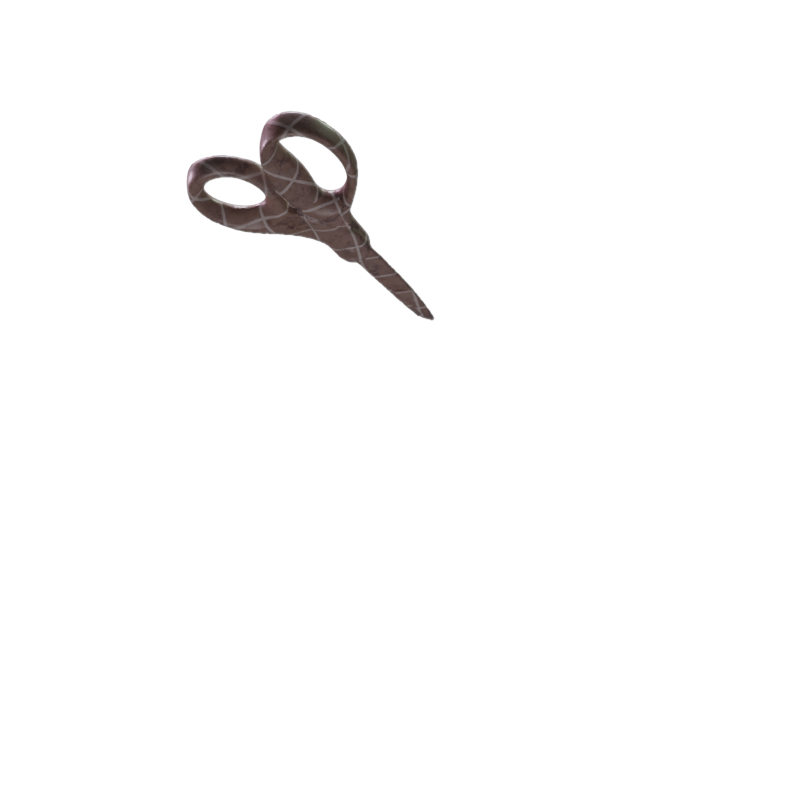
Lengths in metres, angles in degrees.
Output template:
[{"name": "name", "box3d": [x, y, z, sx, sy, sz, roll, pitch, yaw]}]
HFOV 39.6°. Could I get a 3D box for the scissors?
[{"name": "scissors", "box3d": [-0.047, -0.086, 0.602, 0.097, 0.017, 0.187, -6, -29, 12]}]
